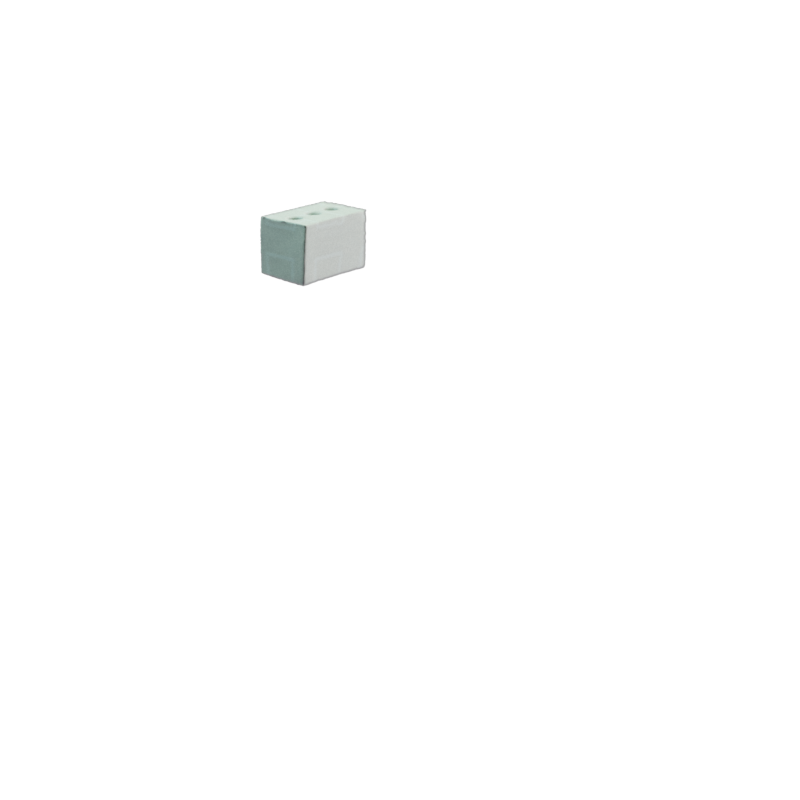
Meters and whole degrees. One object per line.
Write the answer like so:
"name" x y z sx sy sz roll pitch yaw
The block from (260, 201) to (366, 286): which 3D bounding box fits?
"block" -0.073 -0.133 0.930 0.056 0.049 0.077 16 26 37
